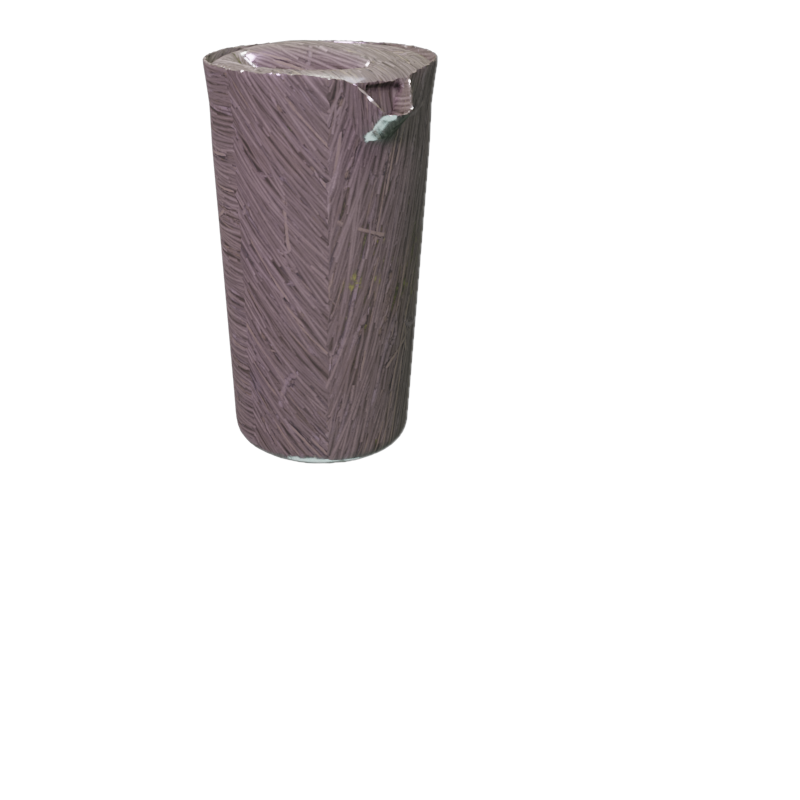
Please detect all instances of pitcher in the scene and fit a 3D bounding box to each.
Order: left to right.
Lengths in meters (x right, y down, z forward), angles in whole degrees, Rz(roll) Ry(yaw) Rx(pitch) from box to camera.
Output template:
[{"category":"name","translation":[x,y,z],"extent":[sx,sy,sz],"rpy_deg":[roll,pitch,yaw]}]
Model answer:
[{"category":"pitcher","translation":[-0.053,-0.096,0.673],"extent":[0.148,0.232,0.153],"rpy_deg":[6,21,11]}]
